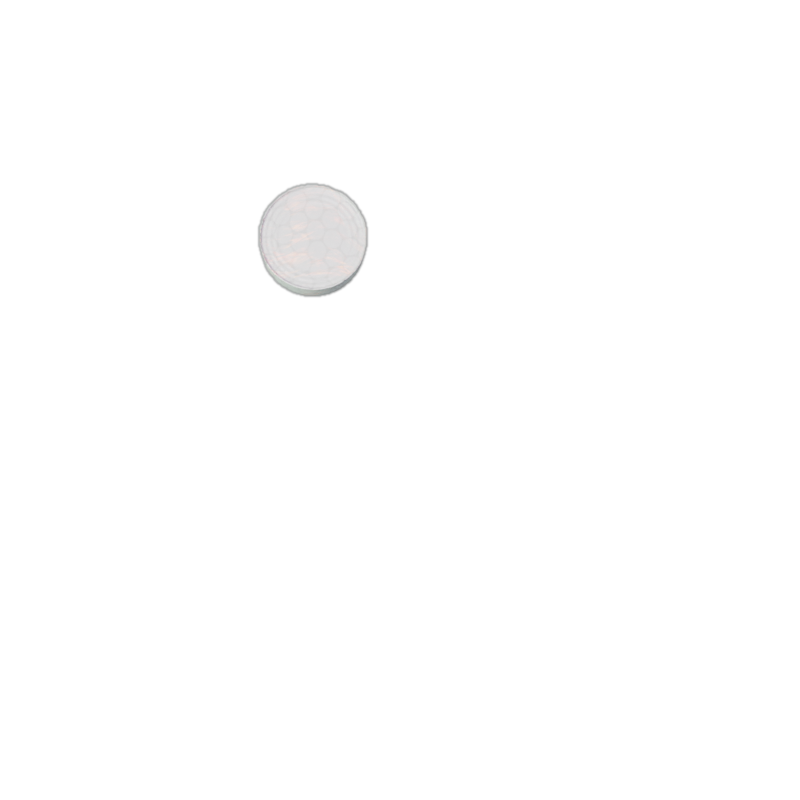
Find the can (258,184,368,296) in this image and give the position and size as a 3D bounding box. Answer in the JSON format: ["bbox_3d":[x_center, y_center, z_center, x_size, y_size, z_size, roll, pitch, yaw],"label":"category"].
[{"bbox_3d":[-0.069,-0.126,0.885,0.086,0.089,0.032,0,-13,-1],"label":"can"}]
